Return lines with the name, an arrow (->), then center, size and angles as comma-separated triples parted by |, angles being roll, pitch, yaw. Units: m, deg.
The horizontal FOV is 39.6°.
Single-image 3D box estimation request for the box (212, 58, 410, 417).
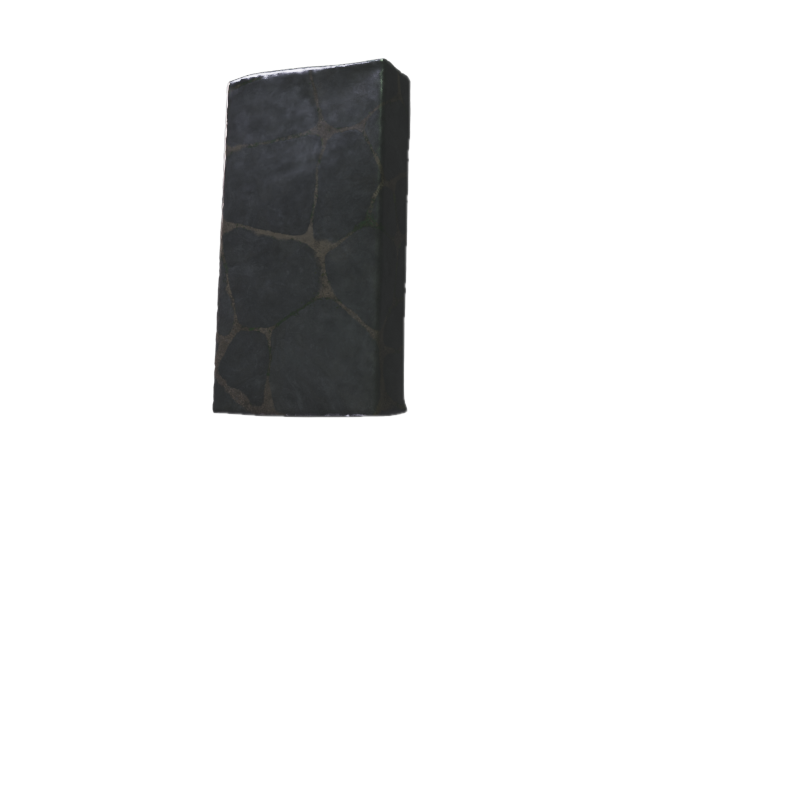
box -> -0.045, -0.081, 0.565 | 0.096, 0.179, 0.046 | -3, -7, 23
